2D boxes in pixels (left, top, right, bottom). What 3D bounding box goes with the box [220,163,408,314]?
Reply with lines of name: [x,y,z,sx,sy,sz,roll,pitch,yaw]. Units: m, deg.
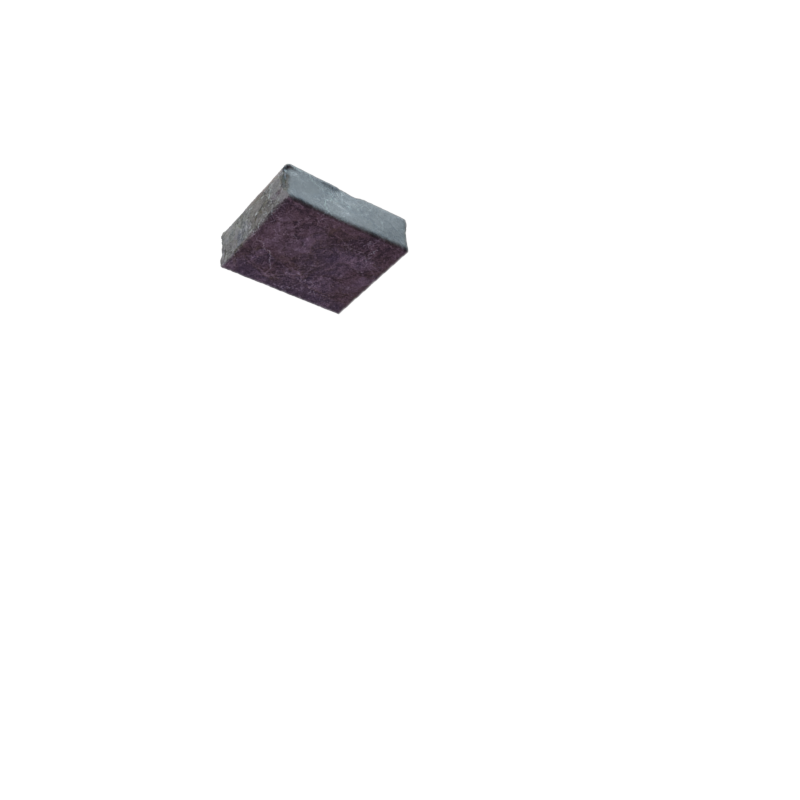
box: [-0.052,-0.095,0.662,0.085,0.032,0.072,23,-43,-27]
